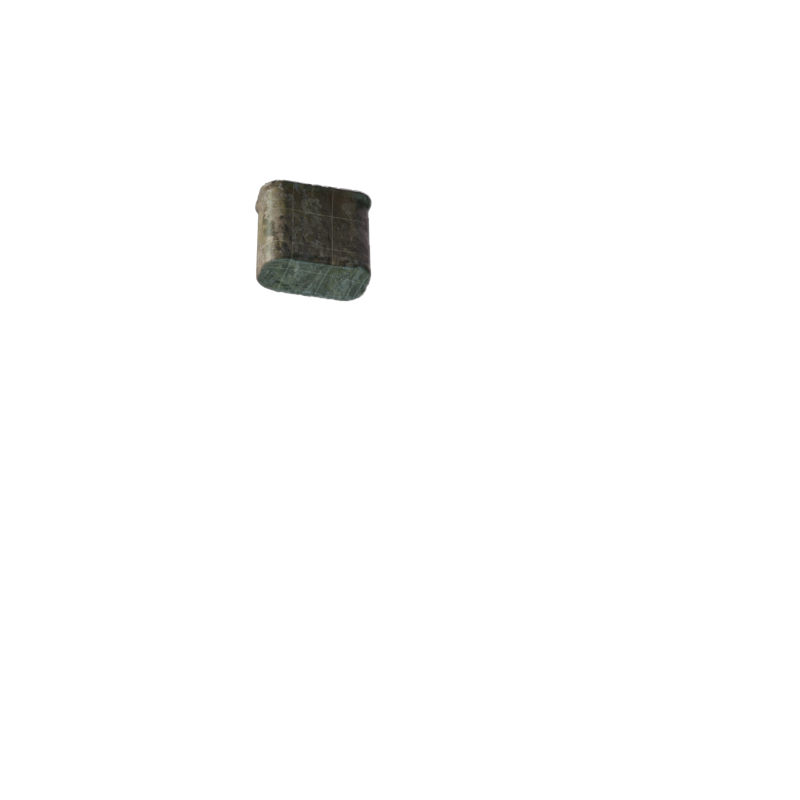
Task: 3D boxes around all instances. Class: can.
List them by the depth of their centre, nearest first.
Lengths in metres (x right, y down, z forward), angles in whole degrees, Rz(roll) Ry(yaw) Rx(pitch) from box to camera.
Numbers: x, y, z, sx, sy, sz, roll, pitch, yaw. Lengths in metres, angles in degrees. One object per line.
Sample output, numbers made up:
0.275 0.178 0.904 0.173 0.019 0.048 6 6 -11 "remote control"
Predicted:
-0.076 -0.138 0.967 0.100 0.089 0.055 7 -34 -12 "can"
